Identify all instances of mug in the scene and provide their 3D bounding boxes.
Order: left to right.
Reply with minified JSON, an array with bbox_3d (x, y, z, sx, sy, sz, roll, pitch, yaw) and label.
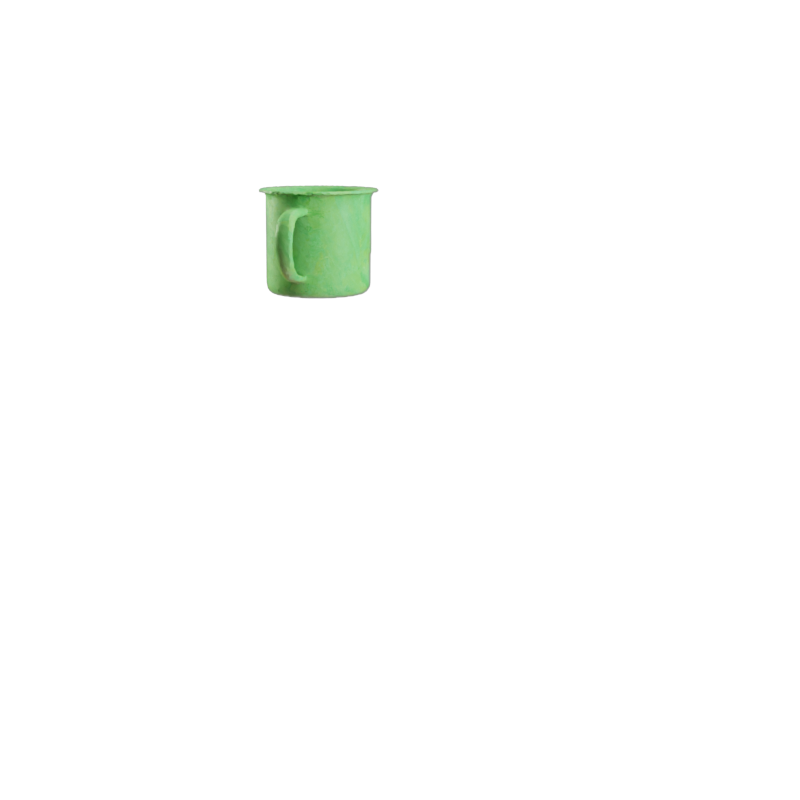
[{"bbox_3d":[-0.067,-0.122,0.854,0.095,0.080,0.117,3,12,16],"label":"mug"}]
